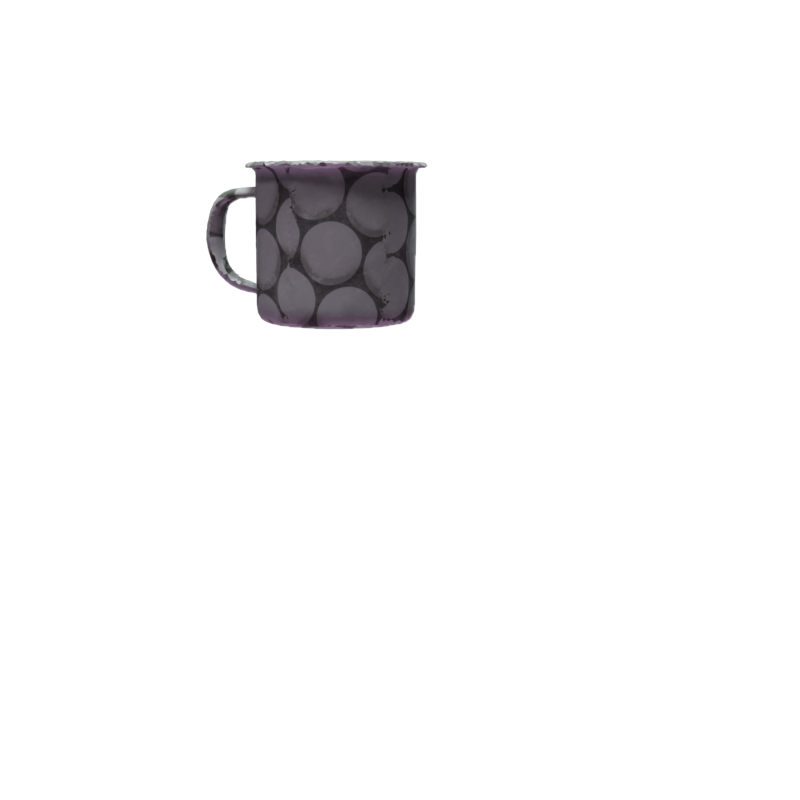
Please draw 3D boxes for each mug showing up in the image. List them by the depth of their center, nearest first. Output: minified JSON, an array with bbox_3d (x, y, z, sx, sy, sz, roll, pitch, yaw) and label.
[{"bbox_3d":[-0.045,-0.082,0.572,0.119,0.081,0.093,2,8,13],"label":"mug"}]
